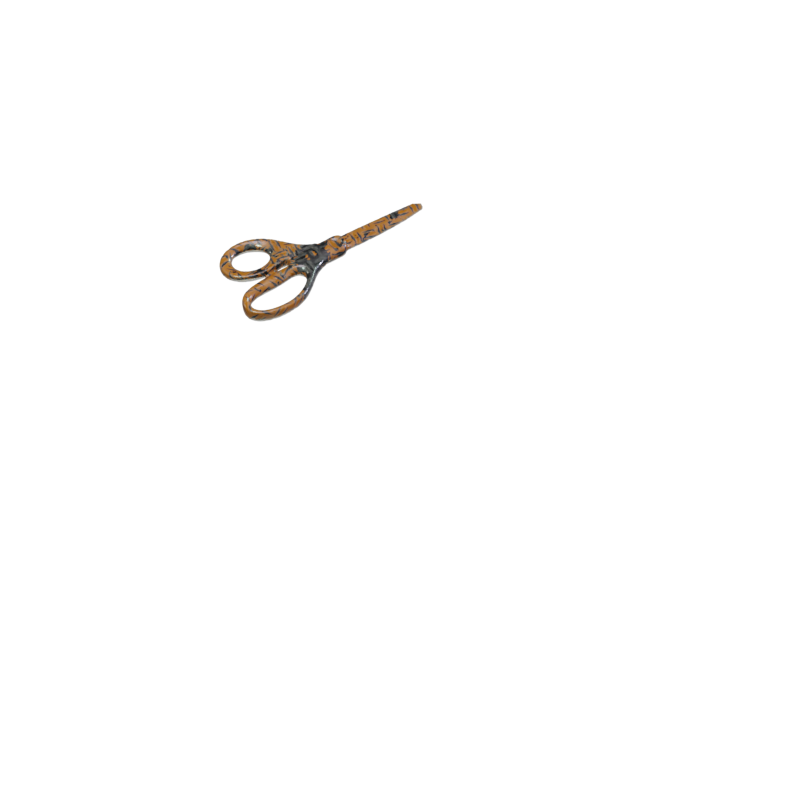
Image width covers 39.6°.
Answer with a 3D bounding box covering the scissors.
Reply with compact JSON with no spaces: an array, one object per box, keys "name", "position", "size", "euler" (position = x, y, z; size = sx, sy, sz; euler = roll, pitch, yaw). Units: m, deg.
[{"name":"scissors","position":[-0.078,-0.141,0.991],"size":[0.101,0.015,0.205],"euler":[30,55,24]}]
